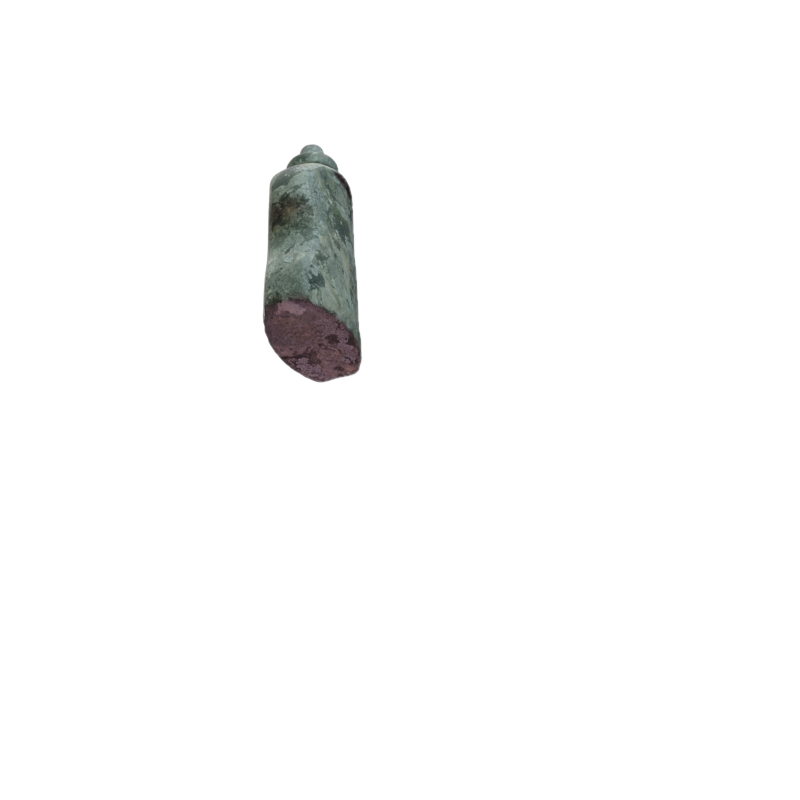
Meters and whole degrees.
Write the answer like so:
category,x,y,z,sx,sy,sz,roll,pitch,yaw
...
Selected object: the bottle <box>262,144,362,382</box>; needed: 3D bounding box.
category,x,y,z,sx,sy,sz,roll,pitch,yaw
bottle,-0.064,-0.116,0.812,0.059,0.206,0.088,-17,-40,17
